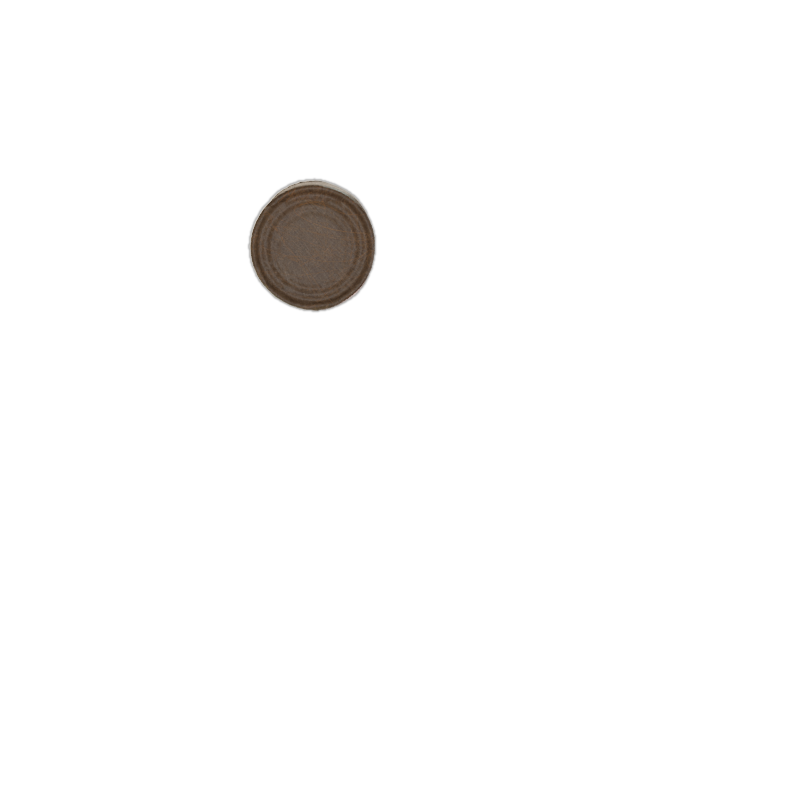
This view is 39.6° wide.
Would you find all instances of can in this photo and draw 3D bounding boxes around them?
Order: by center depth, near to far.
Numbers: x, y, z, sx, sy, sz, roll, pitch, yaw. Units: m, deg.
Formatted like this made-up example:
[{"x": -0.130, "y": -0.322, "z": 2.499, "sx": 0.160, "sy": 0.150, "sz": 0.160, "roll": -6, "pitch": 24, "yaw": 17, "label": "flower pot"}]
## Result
[{"x": -0.049, "y": -0.089, "z": 0.625, "sx": 0.068, "sy": 0.067, "sz": 0.104, "roll": 0, "pitch": 10, "yaw": -3, "label": "can"}]
